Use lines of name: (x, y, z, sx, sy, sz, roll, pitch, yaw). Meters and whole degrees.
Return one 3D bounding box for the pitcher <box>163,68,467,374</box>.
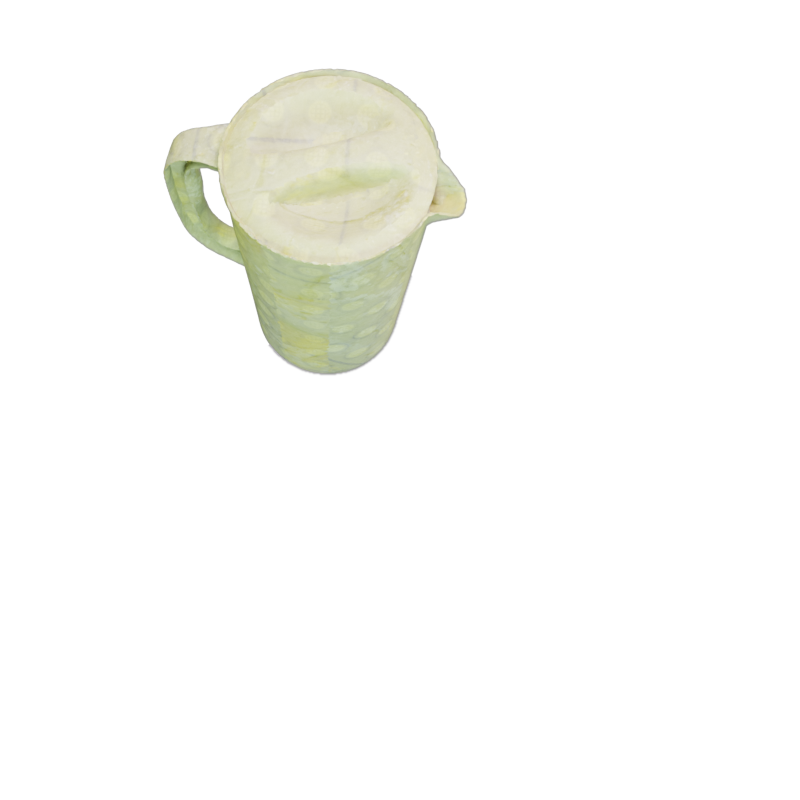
pitcher: (-0.059, -0.108, 0.756, 0.145, 0.157, 0.231, -32, -16, -14)
